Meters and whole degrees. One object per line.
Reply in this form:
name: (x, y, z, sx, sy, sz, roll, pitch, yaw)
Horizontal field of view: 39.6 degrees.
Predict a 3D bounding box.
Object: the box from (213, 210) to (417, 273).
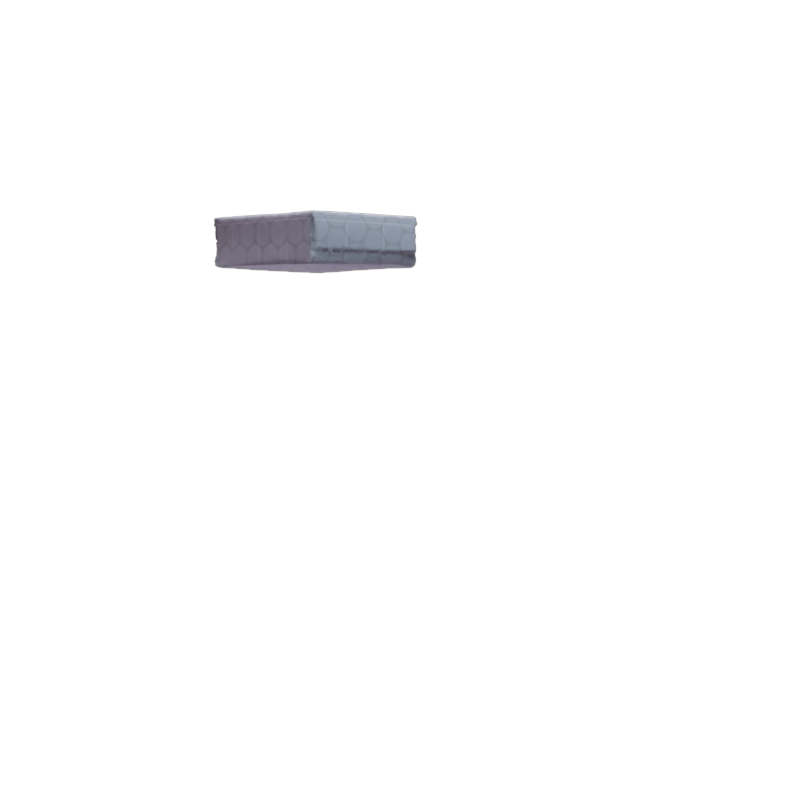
box: (-0.058, -0.106, 0.746, 0.086, 0.039, 0.118, -2, 3, -41)
